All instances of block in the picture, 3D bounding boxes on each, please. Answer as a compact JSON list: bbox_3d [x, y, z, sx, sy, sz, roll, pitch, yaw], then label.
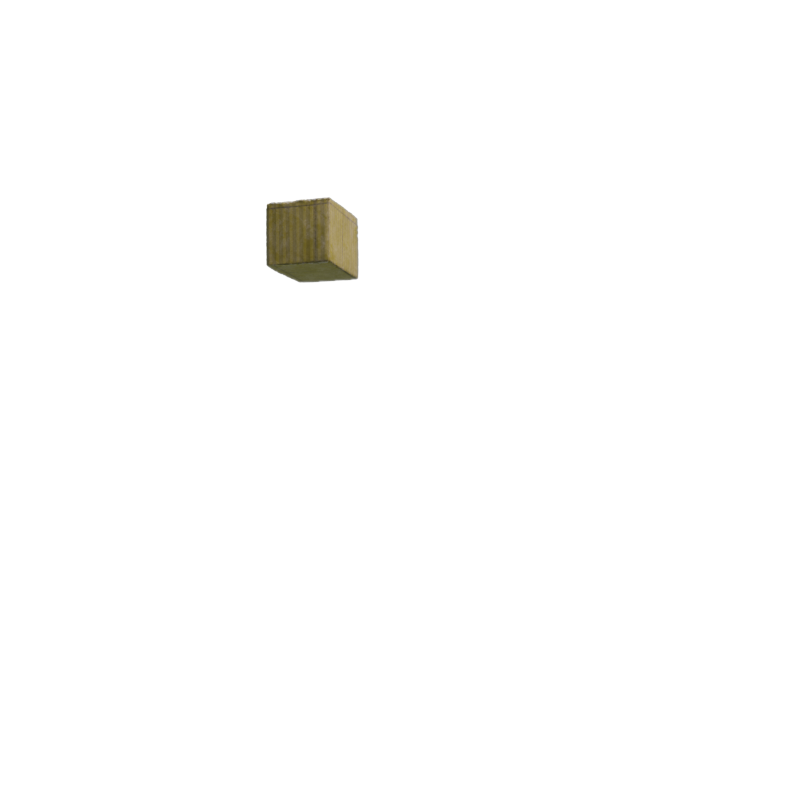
[{"bbox_3d":[-0.068,-0.125,0.873,0.054,0.052,0.075,-3,-7,16],"label":"block"}]
